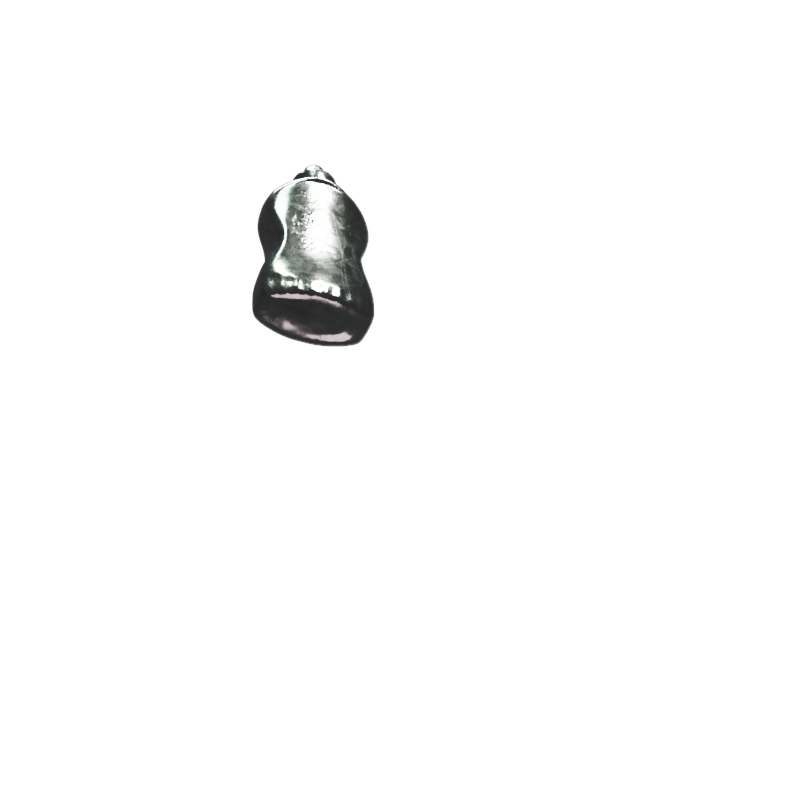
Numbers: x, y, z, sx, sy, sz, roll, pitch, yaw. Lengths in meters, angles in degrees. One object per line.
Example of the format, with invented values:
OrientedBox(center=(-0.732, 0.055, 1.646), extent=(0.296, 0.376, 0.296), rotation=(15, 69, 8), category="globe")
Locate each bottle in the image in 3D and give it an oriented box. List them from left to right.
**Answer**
OrientedBox(center=(-0.074, -0.135, 0.943), extent=(0.094, 0.206, 0.056), rotation=(12, -46, -15), category="bottle")
